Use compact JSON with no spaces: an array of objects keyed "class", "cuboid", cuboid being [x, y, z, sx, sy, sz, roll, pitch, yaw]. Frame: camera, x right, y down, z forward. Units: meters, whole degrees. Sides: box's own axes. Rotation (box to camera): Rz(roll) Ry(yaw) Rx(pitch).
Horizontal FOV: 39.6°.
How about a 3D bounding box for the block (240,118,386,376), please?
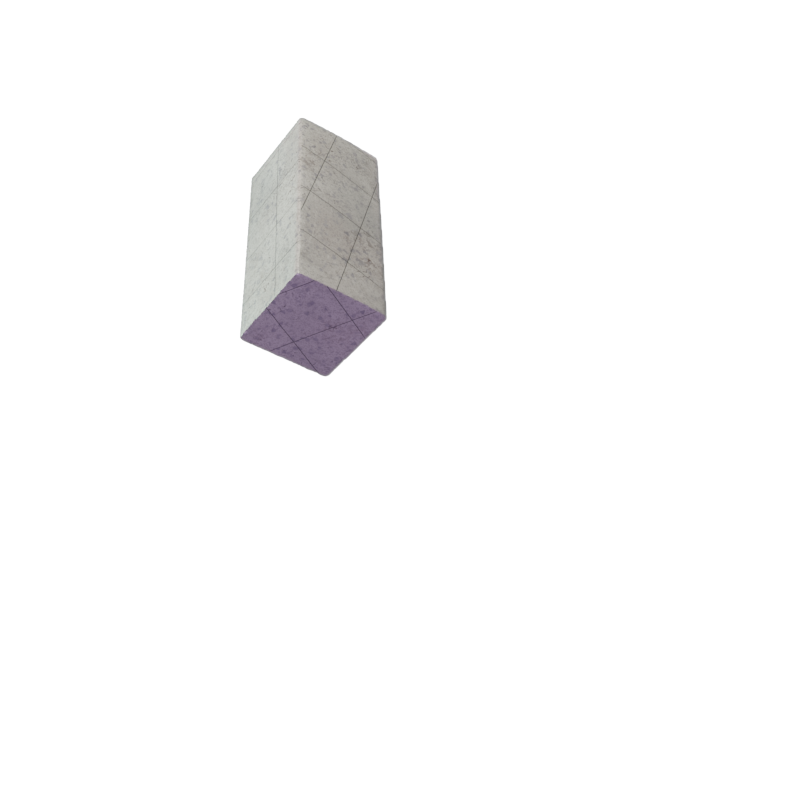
[{"class":"block","cuboid":[-0.075,-0.138,0.968,0.086,0.221,0.089,25,-51,-26]}]
